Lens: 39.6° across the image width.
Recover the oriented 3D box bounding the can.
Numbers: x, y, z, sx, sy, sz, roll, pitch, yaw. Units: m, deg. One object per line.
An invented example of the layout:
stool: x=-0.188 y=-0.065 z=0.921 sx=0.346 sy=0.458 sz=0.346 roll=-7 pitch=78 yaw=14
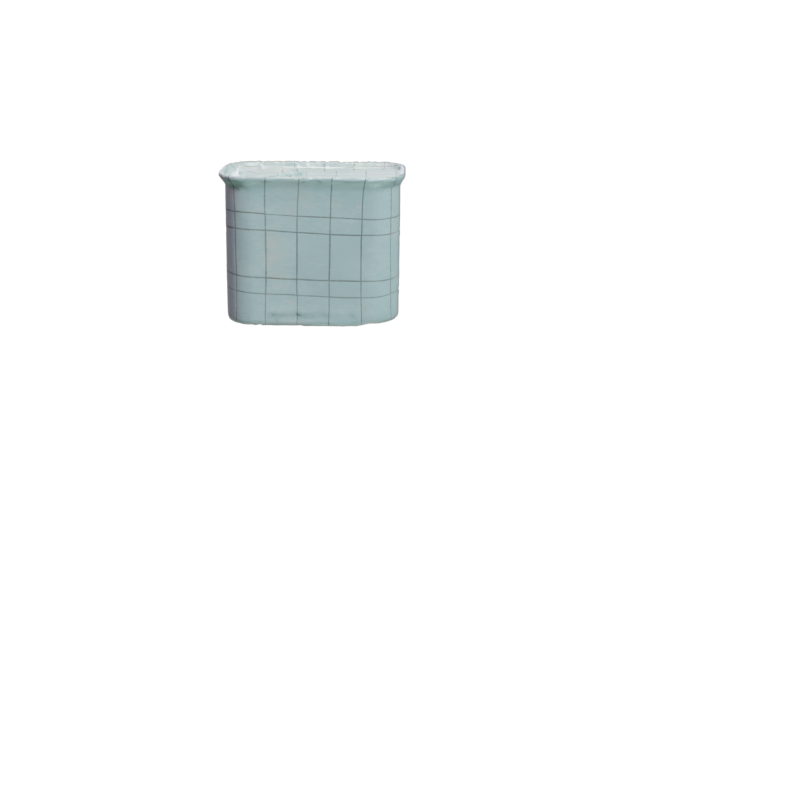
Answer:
can: x=-0.049 y=-0.089 z=0.620 sx=0.102 sy=0.081 sz=0.059 roll=1 pitch=16 yaw=3
